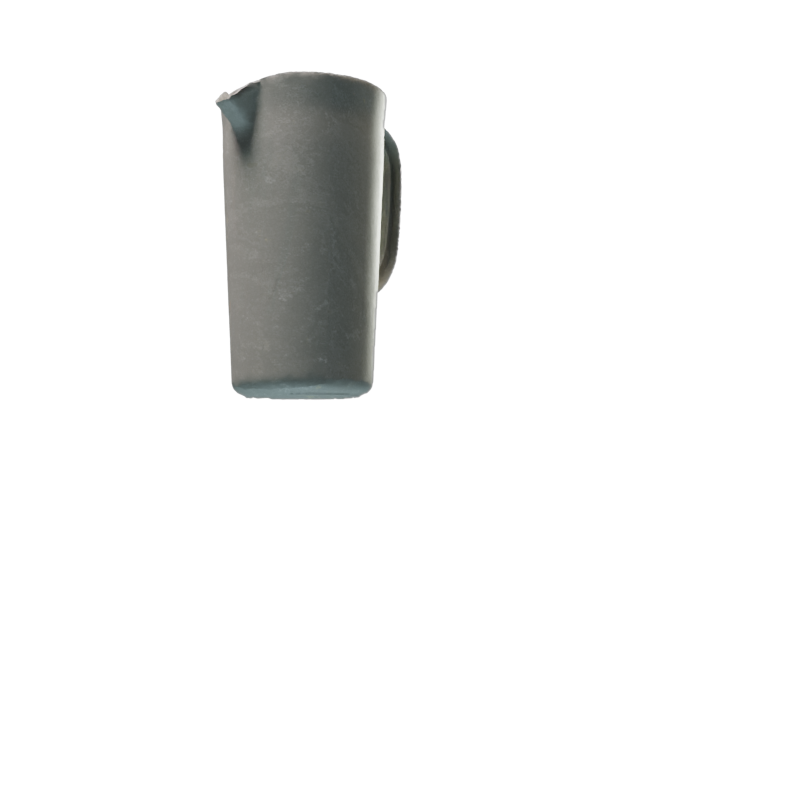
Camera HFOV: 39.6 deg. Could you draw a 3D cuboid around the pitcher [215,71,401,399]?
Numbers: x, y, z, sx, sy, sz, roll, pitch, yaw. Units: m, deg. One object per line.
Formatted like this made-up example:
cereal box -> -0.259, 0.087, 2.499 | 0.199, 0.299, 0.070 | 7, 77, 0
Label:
pitcher -> -0.068, -0.124, 0.870 | 0.149, 0.249, 0.142 | 0, -8, -2
